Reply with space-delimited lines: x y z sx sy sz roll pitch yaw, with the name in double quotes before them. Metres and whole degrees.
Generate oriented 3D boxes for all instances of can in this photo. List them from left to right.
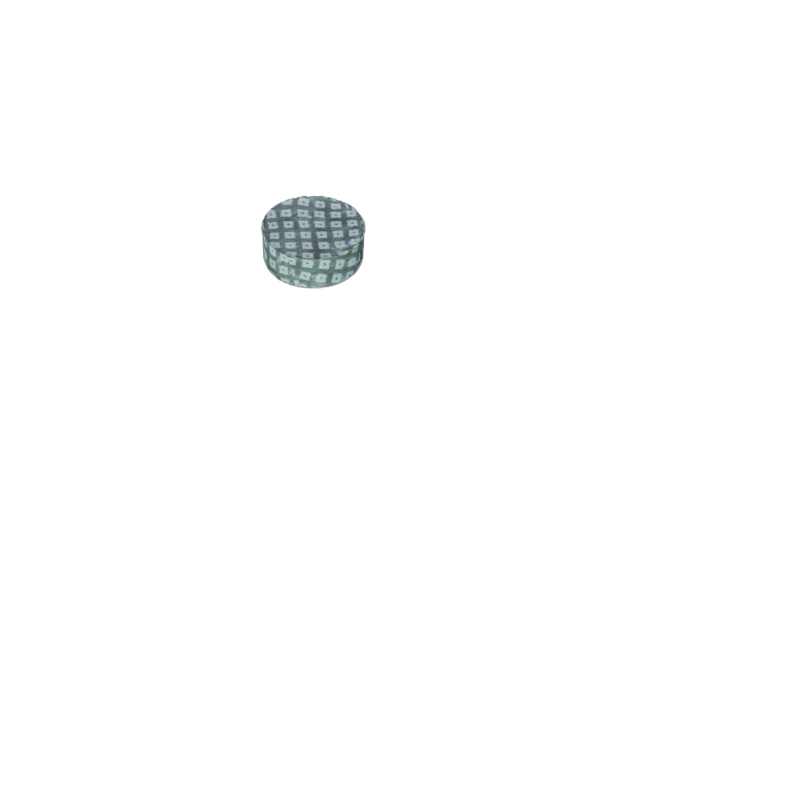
"can" -0.072 -0.131 0.920 0.086 0.031 0.092 -1 43 -2
